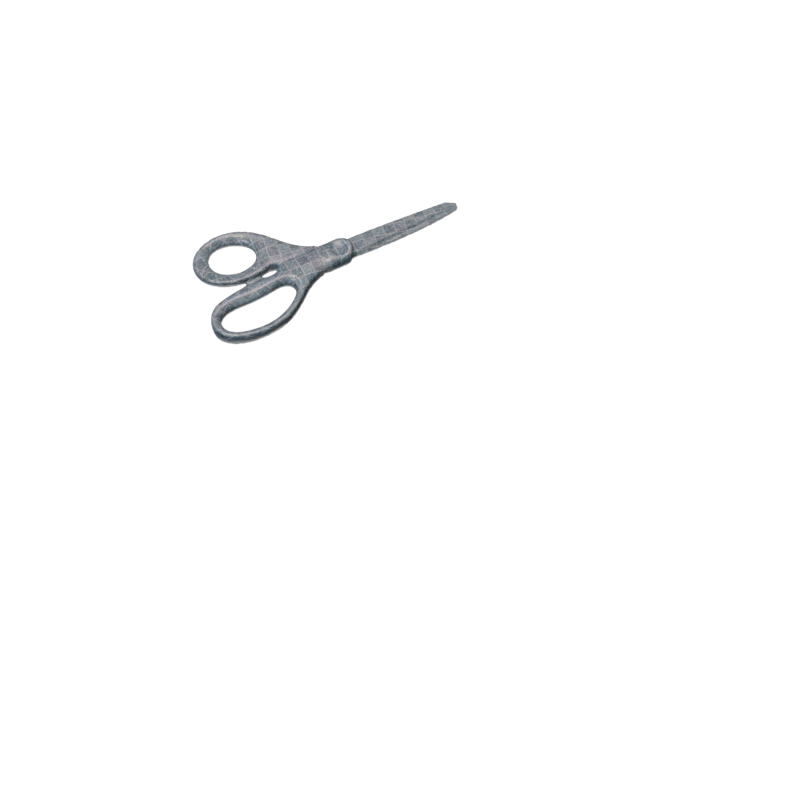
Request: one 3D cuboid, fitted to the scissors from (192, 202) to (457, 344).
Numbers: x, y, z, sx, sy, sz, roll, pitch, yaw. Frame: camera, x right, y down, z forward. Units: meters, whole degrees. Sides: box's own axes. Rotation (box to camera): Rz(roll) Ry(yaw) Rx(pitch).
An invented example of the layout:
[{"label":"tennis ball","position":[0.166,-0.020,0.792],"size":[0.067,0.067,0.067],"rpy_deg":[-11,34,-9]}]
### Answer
[{"label":"scissors","position":[-0.062,-0.114,0.798],"size":[0.203,0.102,0.015],"rpy_deg":[-39,-25,-22]}]
